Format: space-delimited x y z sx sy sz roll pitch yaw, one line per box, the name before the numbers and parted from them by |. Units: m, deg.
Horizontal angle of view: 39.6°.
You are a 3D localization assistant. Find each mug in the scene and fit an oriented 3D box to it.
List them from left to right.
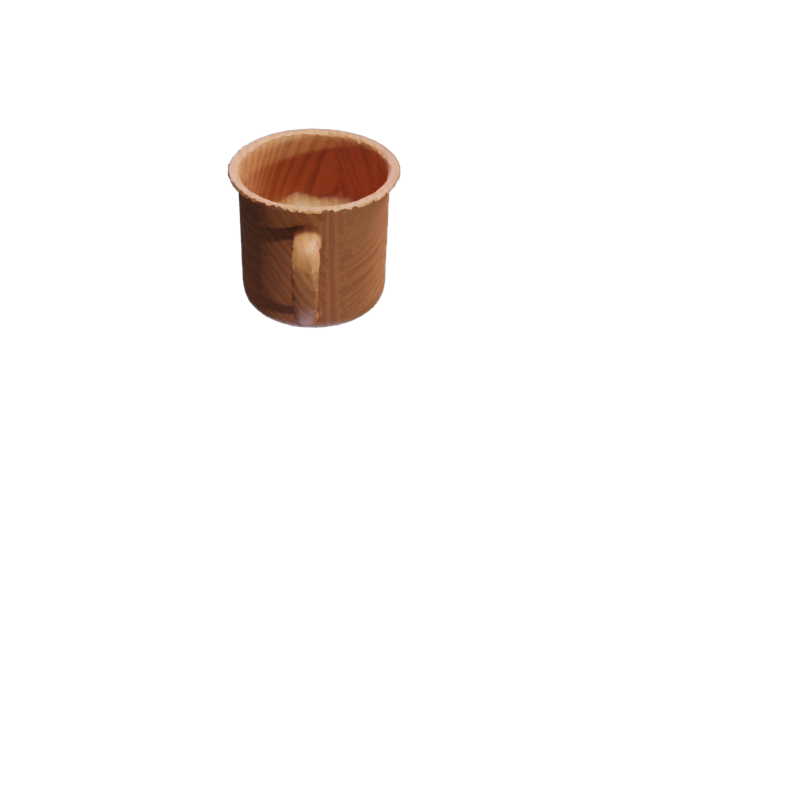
mug | -0.048 -0.087 0.607 0.093 0.076 0.125 0 37 -1
